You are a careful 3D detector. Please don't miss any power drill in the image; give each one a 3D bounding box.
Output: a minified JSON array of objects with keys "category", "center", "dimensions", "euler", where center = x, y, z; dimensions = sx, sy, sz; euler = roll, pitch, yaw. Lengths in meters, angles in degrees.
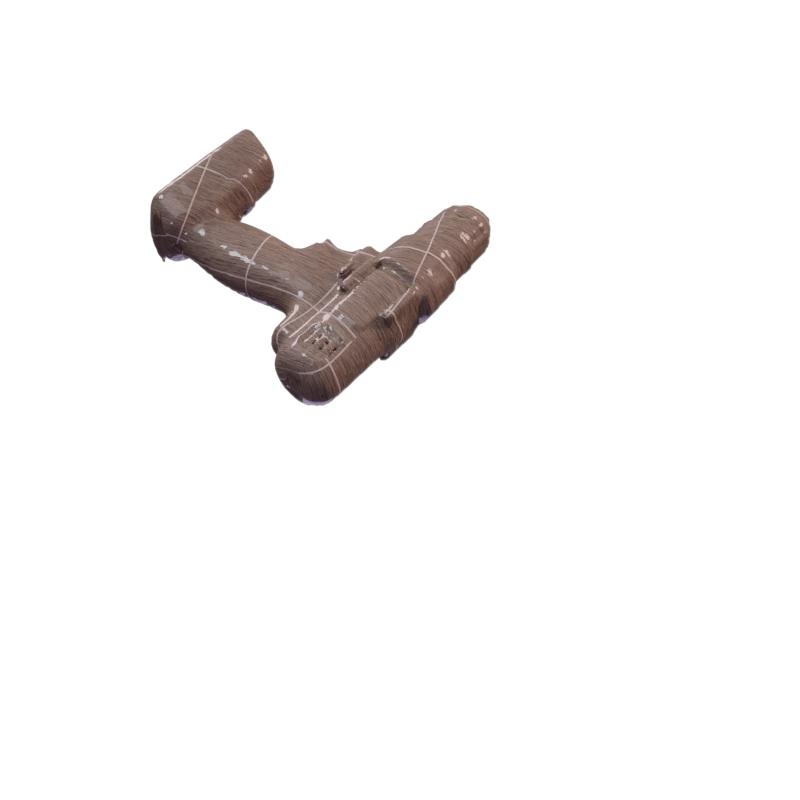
[{"category":"power drill","center":[-0.057,-0.105,0.733],"dimensions":[0.198,0.053,0.187],"euler":[34,58,24]}]
